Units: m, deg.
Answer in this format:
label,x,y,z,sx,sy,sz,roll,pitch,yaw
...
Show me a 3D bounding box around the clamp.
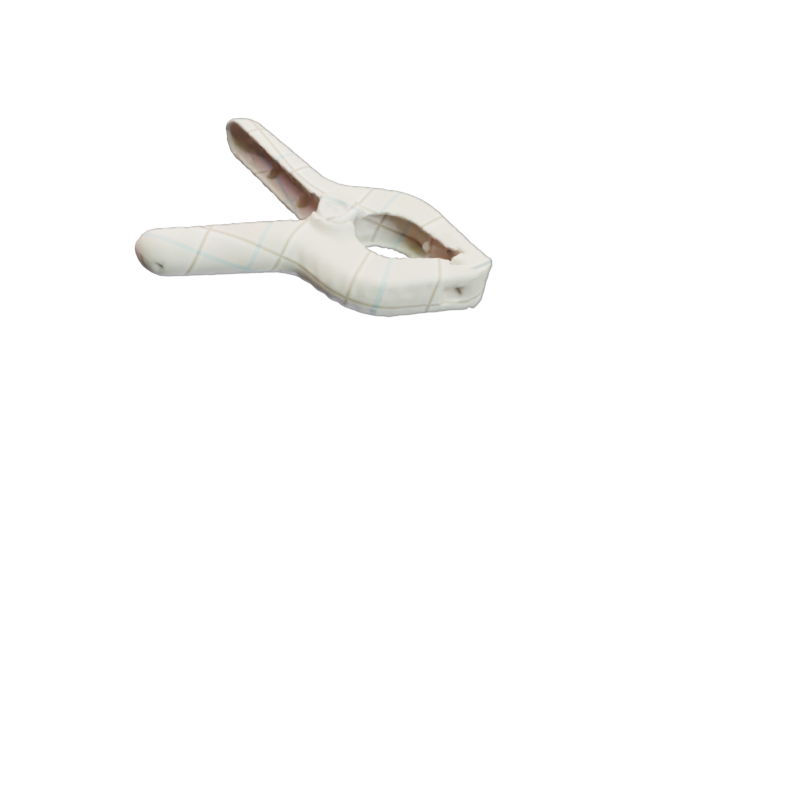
label,x,y,z,sx,sy,sz,roll,pitch,yaw
clamp,-0.044,-0.080,0.558,0.178,0.124,0.036,24,-35,18
